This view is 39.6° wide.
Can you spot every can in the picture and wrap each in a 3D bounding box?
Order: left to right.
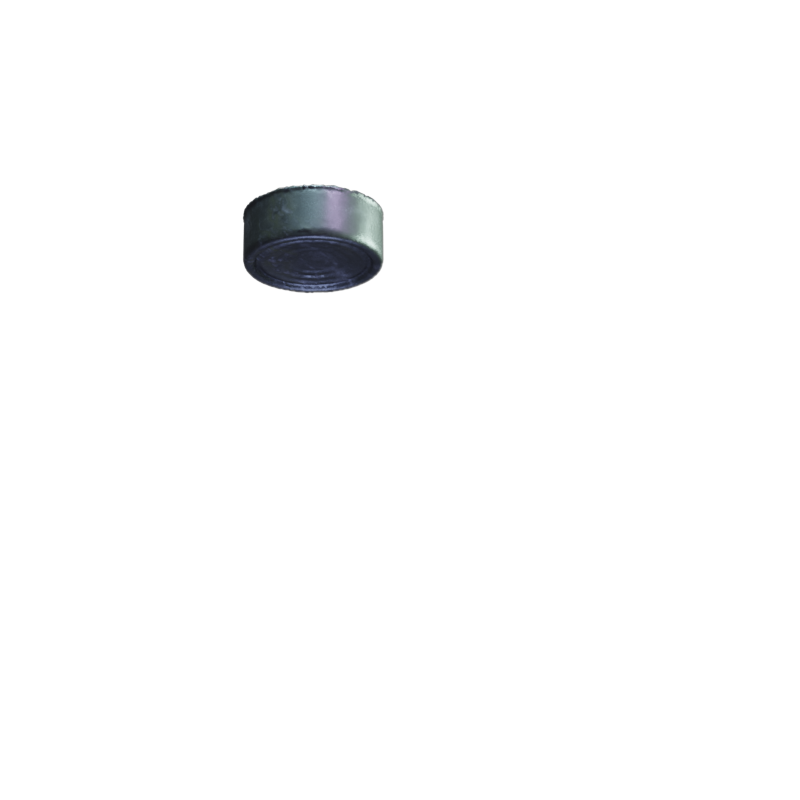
[{"bbox_3d":[-0.052,-0.095,0.668,0.086,0.035,0.082,0,-20,-2],"label":"can"}]
